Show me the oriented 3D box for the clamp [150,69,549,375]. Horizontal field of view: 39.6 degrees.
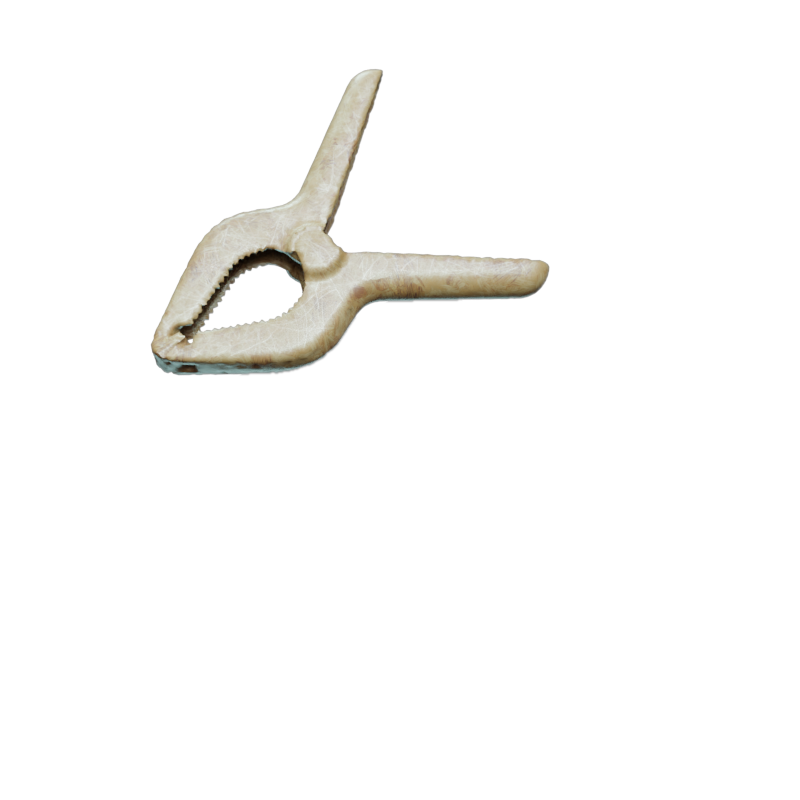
[{"bbox_3d":[-0.048,-0.087,0.608,0.209,0.174,0.034,-27,-21,-12],"label":"clamp"}]
